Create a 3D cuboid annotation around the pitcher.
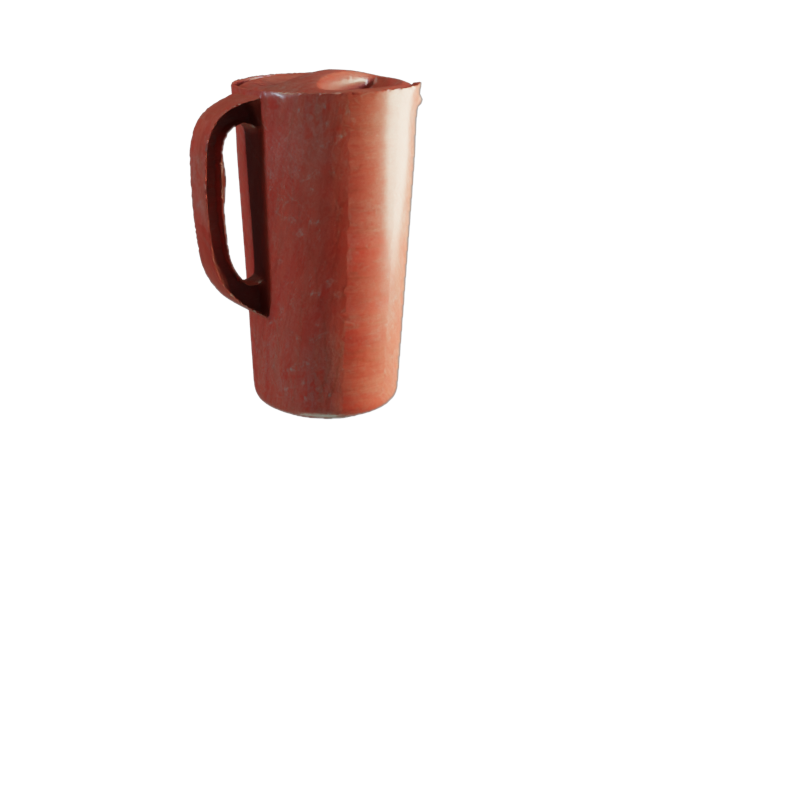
[{"bbox_3d":[-0.062,-0.114,0.798,0.151,0.235,0.149,3,16,6],"label":"pitcher"}]
